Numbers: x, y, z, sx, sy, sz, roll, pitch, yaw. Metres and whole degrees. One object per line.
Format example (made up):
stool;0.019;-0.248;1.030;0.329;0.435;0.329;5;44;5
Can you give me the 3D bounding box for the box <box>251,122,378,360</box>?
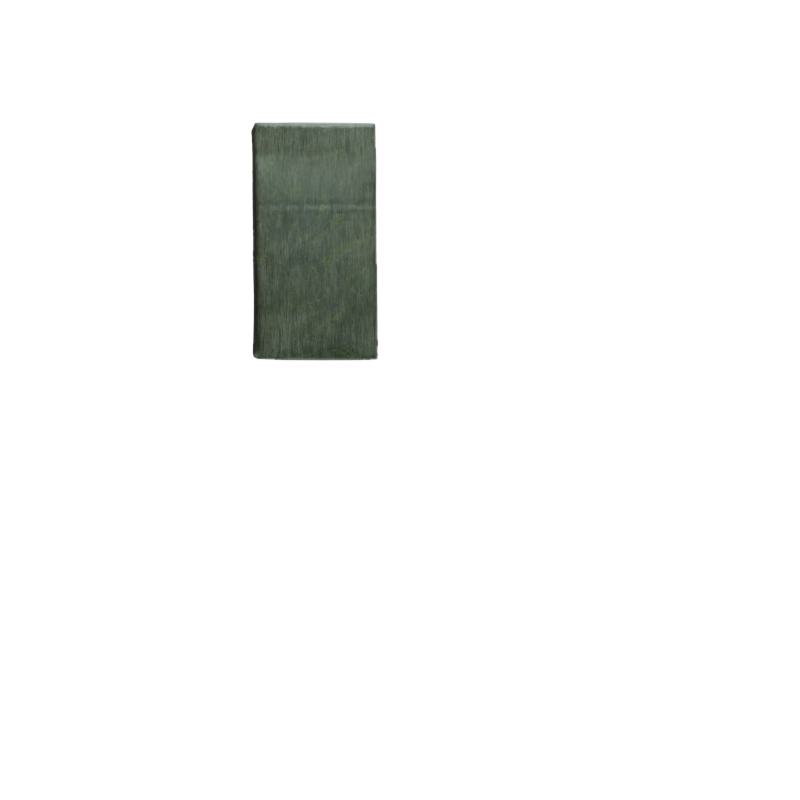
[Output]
box;-0.065;-0.119;0.833;0.092;0.177;0.048;0;-2;-7
